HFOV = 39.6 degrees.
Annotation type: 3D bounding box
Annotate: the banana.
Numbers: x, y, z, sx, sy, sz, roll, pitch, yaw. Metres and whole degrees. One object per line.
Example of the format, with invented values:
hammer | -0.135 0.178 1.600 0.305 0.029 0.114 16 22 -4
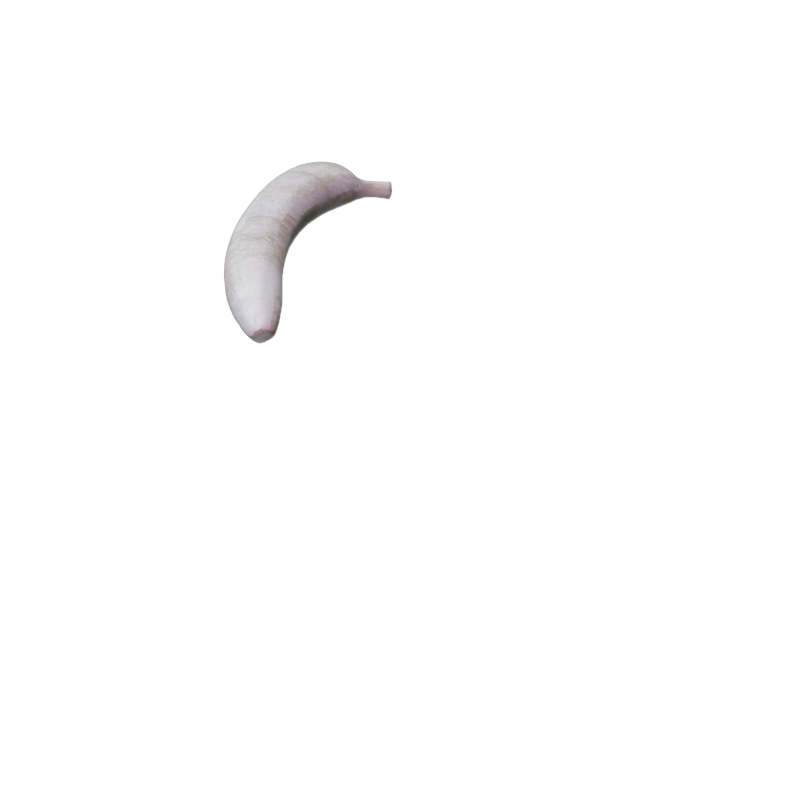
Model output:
banana | -0.071 -0.108 0.710 0.072 0.034 0.205 14 41 16
